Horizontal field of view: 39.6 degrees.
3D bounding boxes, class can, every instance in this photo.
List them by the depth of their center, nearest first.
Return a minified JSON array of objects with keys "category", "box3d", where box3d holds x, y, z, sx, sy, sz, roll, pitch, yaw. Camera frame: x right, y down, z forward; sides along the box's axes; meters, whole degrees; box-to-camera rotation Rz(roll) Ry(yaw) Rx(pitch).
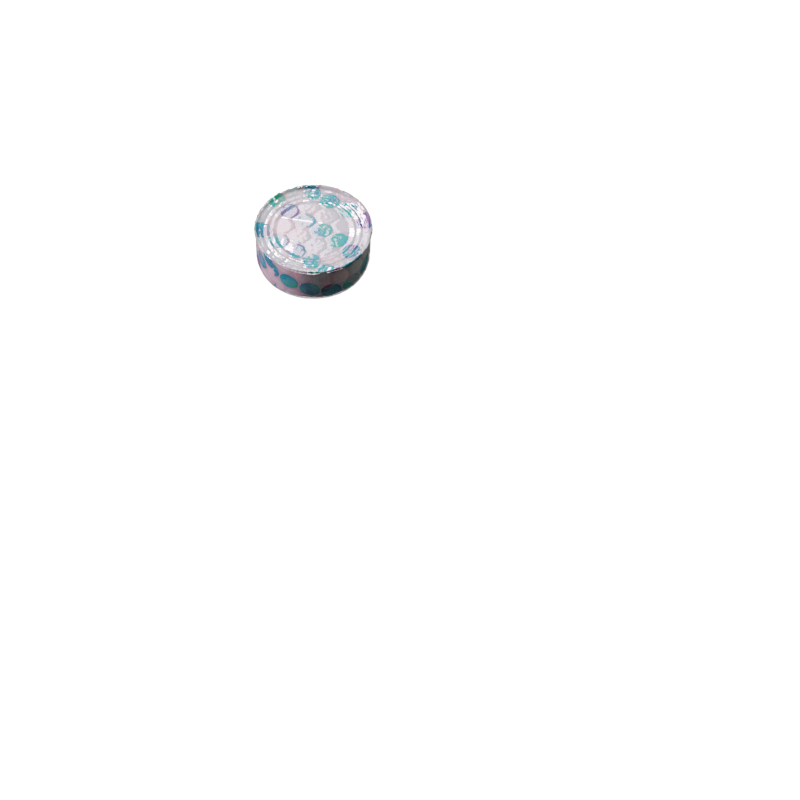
[{"category":"can","box3d":[-0.064,-0.117,0.817,0.086,0.092,0.031,-1,-38,-1]}]
